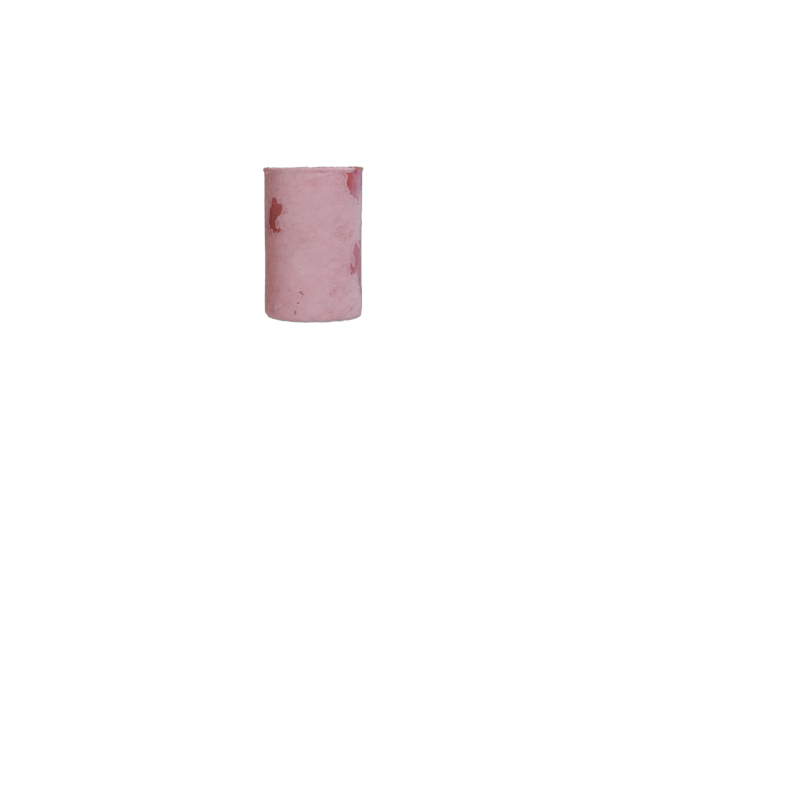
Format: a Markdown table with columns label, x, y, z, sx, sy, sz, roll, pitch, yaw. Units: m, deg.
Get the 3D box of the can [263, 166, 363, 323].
| label | x | y | z | sx | sy | sz | roll | pitch | yaw |
| --- | --- | --- | --- | --- | --- | --- | --- | --- | --- |
| can | -0.059 | -0.108 | 0.755 | 0.068 | 0.101 | 0.070 | 0 | 7 | -2 |
